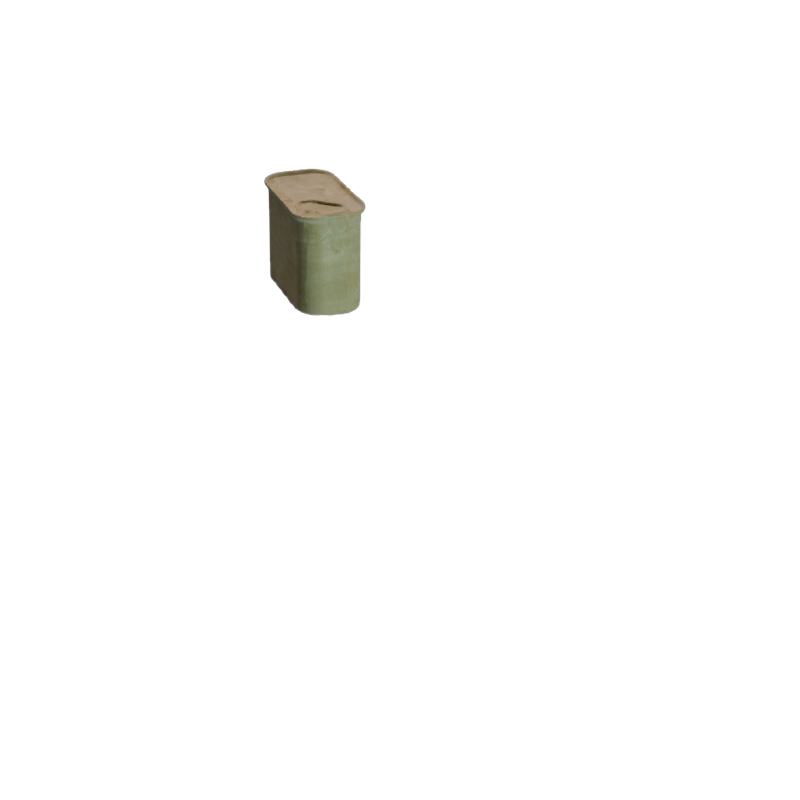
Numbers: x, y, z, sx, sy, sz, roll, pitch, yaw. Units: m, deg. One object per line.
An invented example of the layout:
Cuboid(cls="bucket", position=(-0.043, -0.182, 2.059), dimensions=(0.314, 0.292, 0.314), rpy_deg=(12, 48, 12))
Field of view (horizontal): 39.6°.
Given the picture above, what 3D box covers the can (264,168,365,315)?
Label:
Cuboid(cls="can", position=(-0.067, -0.122, 0.858), dimensions=(0.056, 0.079, 0.109), rpy_deg=(-9, 29, -20))
